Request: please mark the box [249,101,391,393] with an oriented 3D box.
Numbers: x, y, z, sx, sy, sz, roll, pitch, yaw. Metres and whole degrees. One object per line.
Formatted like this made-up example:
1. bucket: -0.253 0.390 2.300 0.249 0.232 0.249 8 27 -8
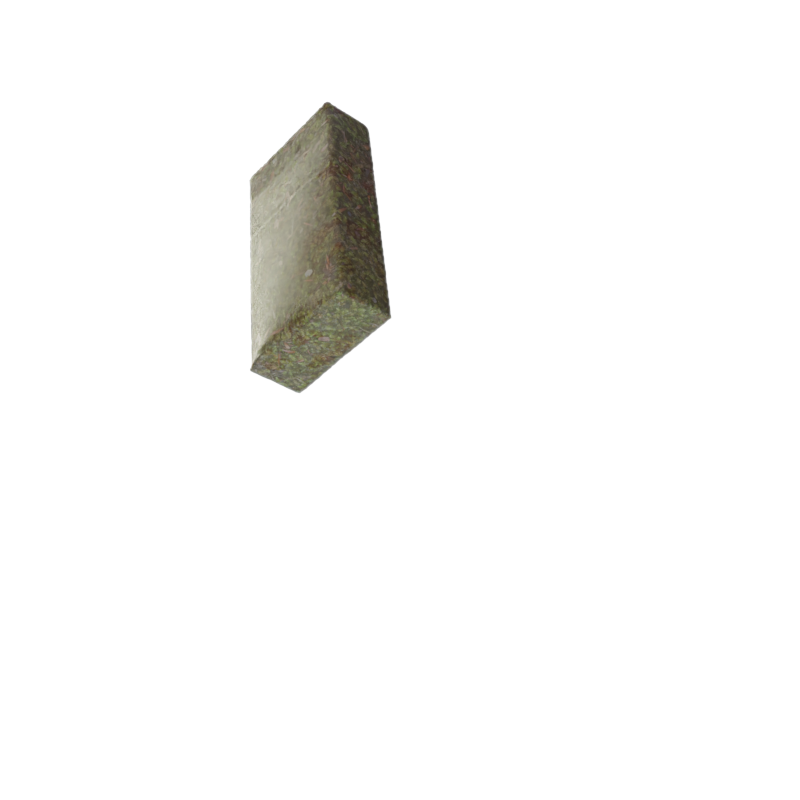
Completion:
1. box: -0.056 -0.103 0.719 0.045 0.189 0.092 29 -51 -31
